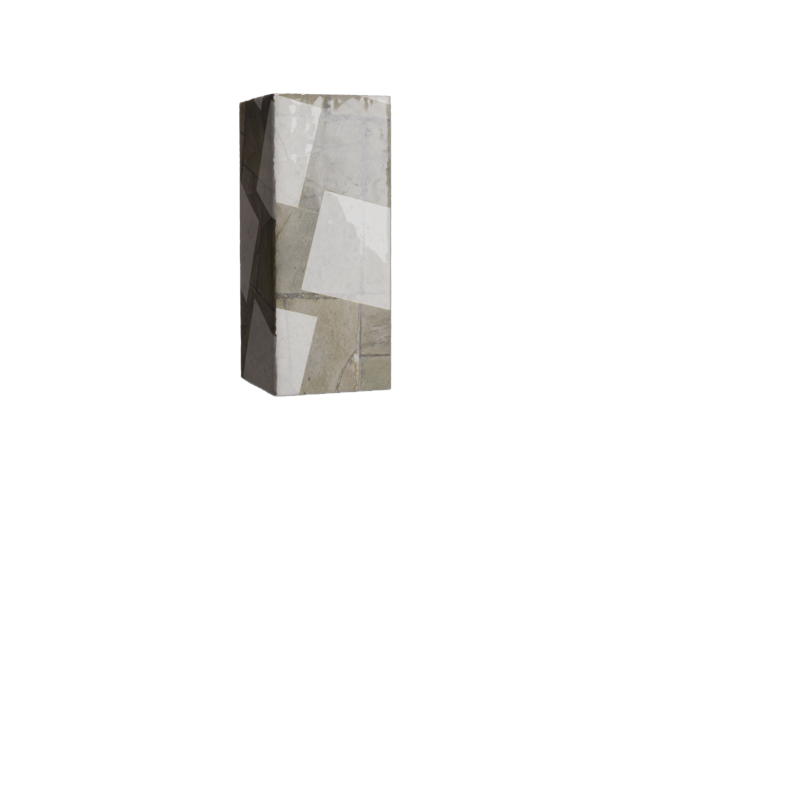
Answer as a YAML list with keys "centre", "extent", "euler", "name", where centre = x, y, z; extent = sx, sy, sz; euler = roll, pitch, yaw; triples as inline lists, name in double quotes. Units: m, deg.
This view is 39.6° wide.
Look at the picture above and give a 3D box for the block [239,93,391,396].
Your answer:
- centre: [-0.063, -0.114, 0.801]
  extent: [0.088, 0.205, 0.093]
  euler: [-1, 4, -21]
  name: "block"
